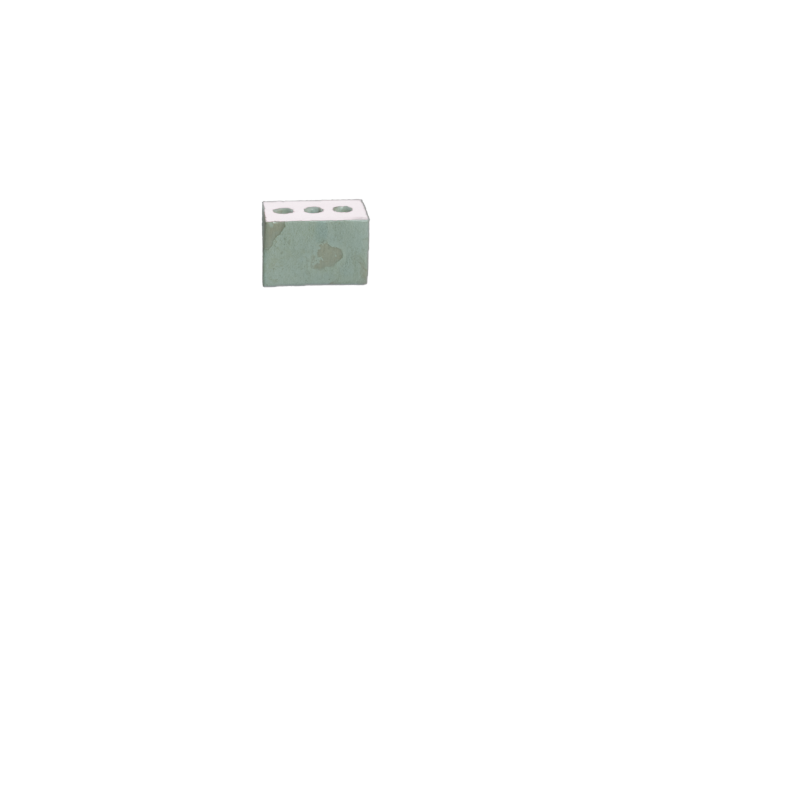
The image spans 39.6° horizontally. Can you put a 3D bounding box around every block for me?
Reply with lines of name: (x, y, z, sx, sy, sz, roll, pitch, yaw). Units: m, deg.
block: (-0.064, -0.117, 0.820, 0.077, 0.049, 0.056, -2, 25, -6)
